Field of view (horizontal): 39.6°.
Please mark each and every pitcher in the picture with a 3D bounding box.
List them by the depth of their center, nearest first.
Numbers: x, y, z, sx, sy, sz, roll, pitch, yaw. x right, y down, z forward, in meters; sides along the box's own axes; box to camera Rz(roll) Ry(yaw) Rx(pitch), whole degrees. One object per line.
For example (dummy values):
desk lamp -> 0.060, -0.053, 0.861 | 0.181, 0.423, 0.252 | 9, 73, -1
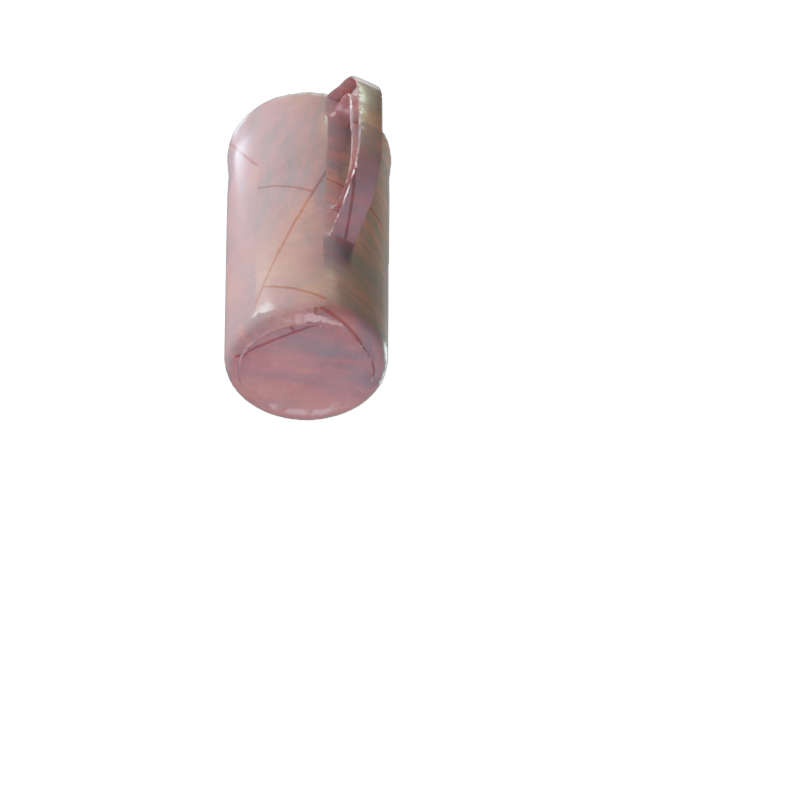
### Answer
pitcher -> -0.063, -0.115, 0.806 | 0.146, 0.261, 0.138 | -14, -47, 10
